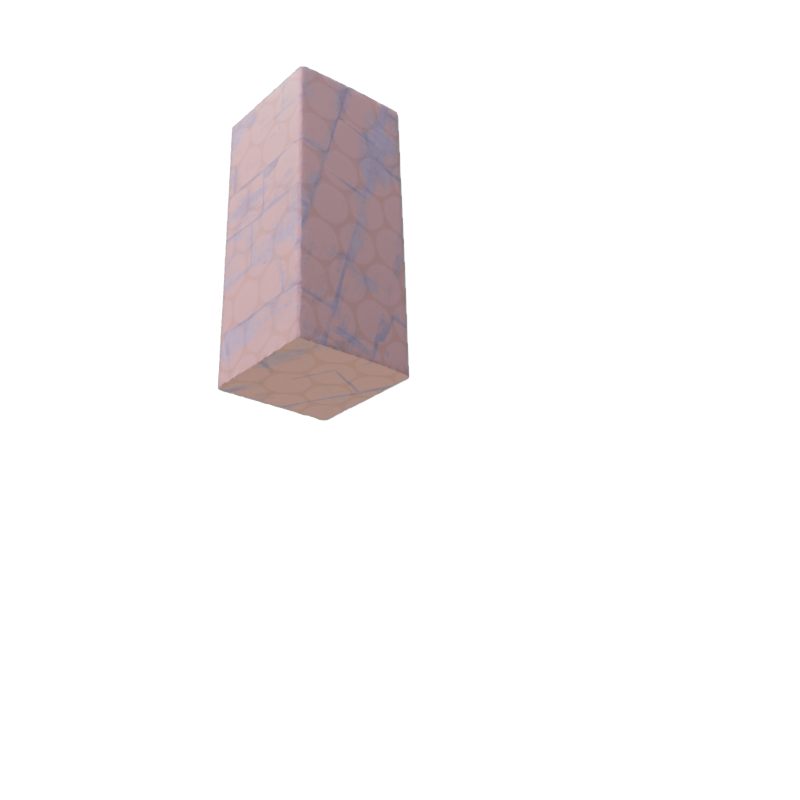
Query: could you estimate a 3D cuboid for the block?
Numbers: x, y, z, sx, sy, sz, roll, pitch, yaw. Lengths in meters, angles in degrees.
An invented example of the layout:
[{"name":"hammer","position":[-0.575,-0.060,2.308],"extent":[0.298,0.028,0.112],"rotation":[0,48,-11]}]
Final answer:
[{"name":"block","position":[-0.057,-0.106,0.743],"extent":[0.085,0.219,0.090],"rotation":[20,-36,-34]}]
